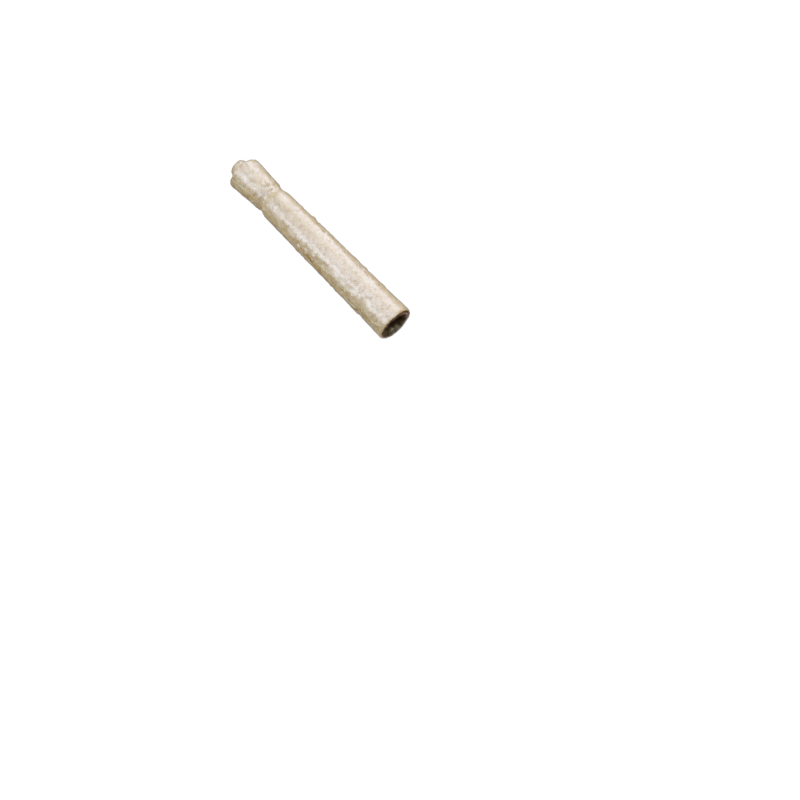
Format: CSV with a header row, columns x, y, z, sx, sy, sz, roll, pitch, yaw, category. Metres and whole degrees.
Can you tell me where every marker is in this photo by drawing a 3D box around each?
x,y,z,sx,sy,sz,roll,pitch,yaw,category
-0.043,-0.077,0.543,0.128,0.019,0.019,46,25,23,marker
